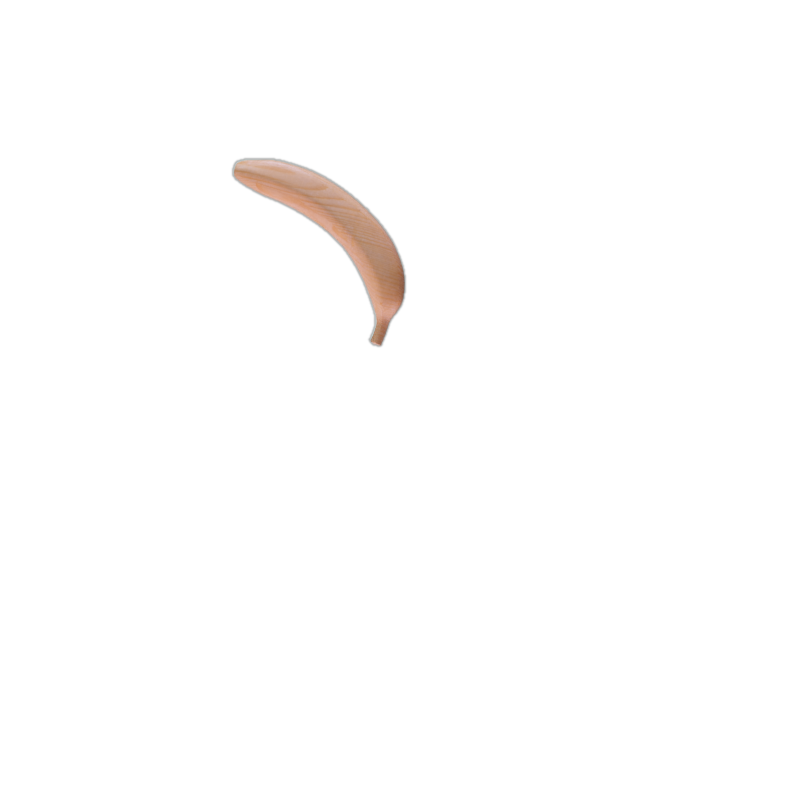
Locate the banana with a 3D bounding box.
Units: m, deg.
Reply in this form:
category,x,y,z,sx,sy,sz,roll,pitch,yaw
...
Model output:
category,x,y,z,sx,sy,sz,roll,pitch,yaw
banana,-0.056,-0.141,0.931,0.070,0.202,0.036,-38,-8,-7
